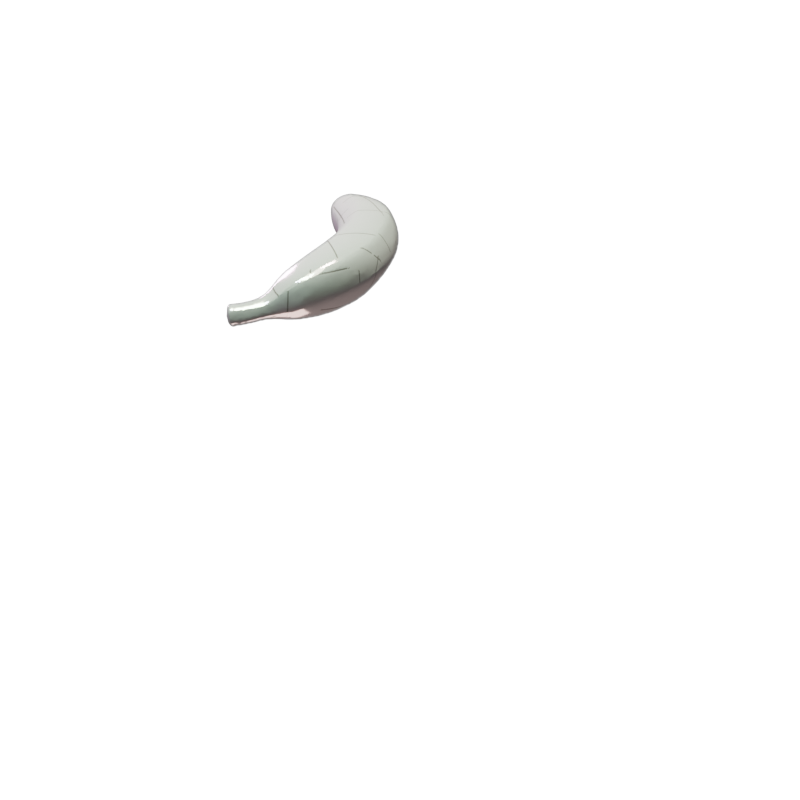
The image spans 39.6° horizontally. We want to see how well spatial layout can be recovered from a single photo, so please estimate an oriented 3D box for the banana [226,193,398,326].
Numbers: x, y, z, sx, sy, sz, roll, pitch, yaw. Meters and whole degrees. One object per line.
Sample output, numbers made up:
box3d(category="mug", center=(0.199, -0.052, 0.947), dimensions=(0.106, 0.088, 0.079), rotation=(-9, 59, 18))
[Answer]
box3d(category="banana", center=(-0.036, -0.091, 0.661), dimensions=(0.071, 0.035, 0.203), rotation=(7, 26, 14))
